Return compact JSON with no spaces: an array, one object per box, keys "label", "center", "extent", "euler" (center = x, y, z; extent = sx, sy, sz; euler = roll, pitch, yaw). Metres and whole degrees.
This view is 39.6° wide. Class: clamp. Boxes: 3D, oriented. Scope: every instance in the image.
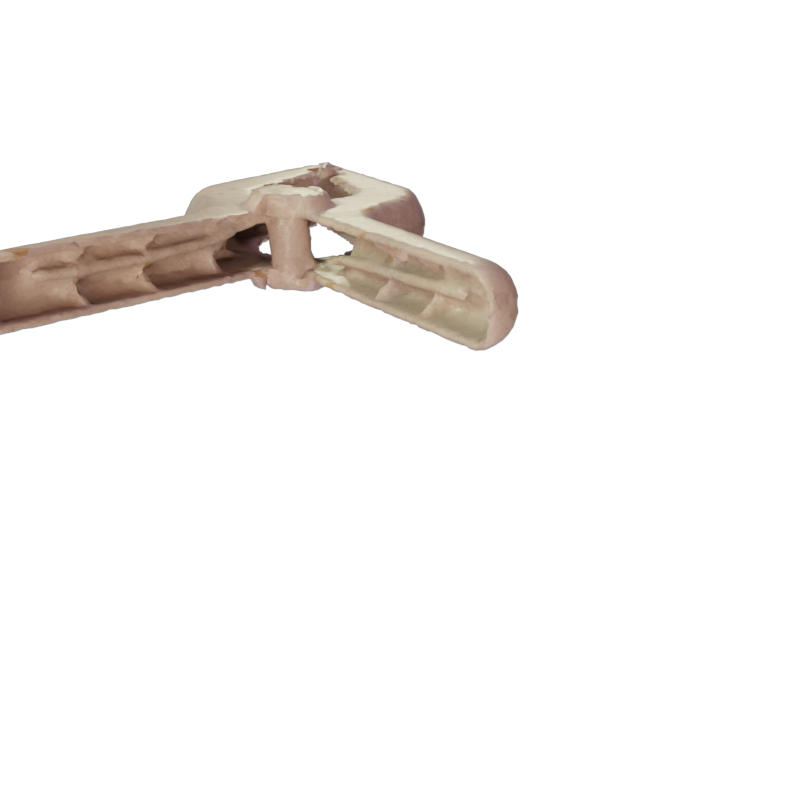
[{"label":"clamp","center":[-0.032,-0.058,0.403],"extent":[0.168,0.035,0.213],"euler":[5,20,13]}]
